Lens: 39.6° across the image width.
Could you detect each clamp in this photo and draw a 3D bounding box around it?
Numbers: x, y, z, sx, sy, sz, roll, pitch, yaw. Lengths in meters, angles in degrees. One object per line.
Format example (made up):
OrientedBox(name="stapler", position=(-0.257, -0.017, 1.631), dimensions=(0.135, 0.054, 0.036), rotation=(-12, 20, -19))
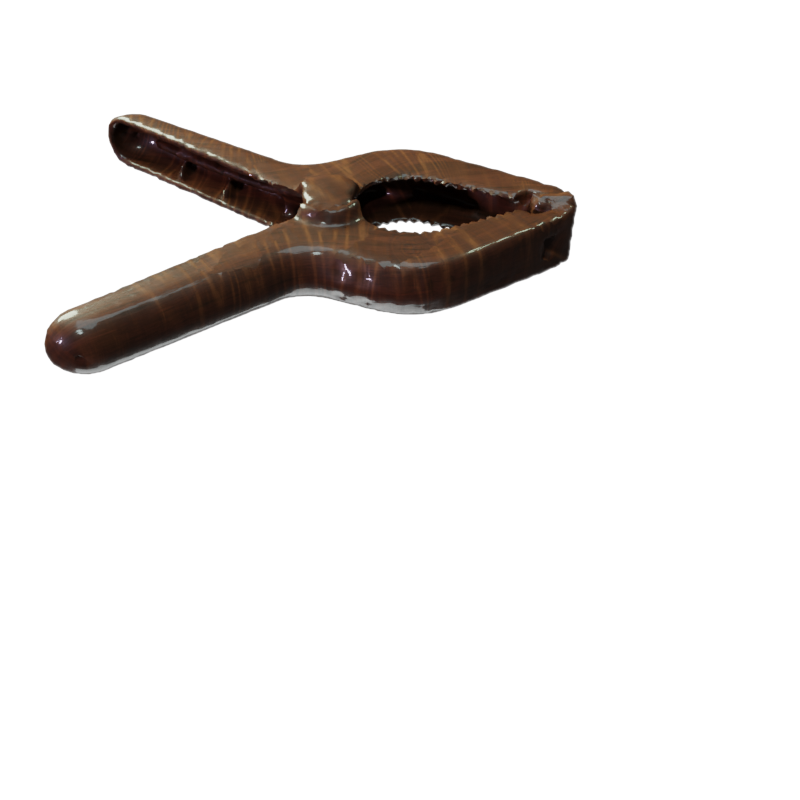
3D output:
OrientedBox(name="clamp", position=(-0.035, -0.064, 0.449), dimensions=(0.211, 0.034, 0.175), rotation=(4, 41, 4))
